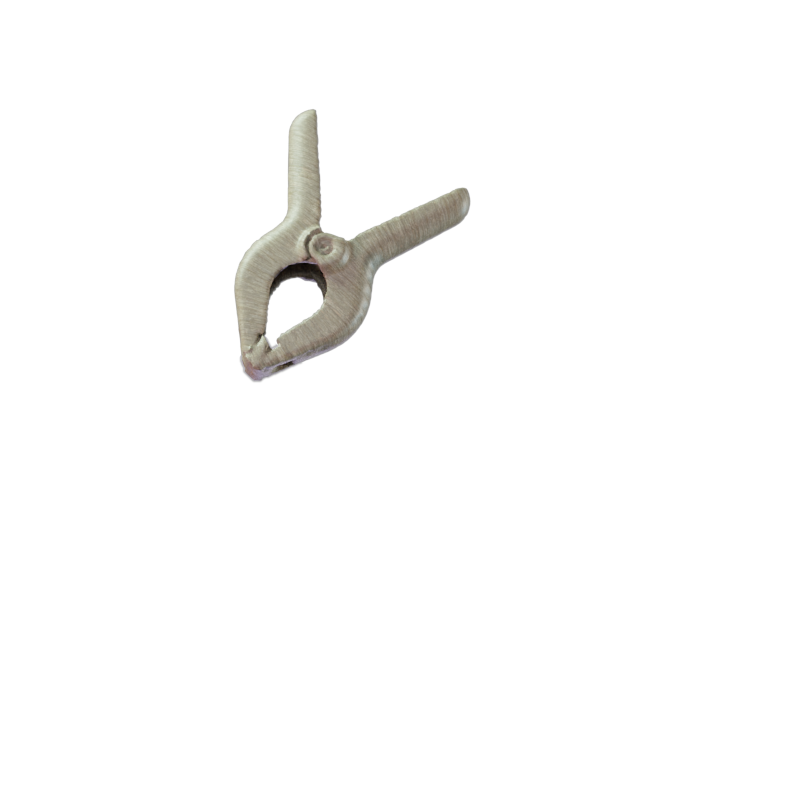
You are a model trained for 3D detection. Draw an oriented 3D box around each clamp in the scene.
[{"bbox_3d":[-0.051,-0.093,0.655,0.125,0.175,0.037,33,-23,16],"label":"clamp"}]
